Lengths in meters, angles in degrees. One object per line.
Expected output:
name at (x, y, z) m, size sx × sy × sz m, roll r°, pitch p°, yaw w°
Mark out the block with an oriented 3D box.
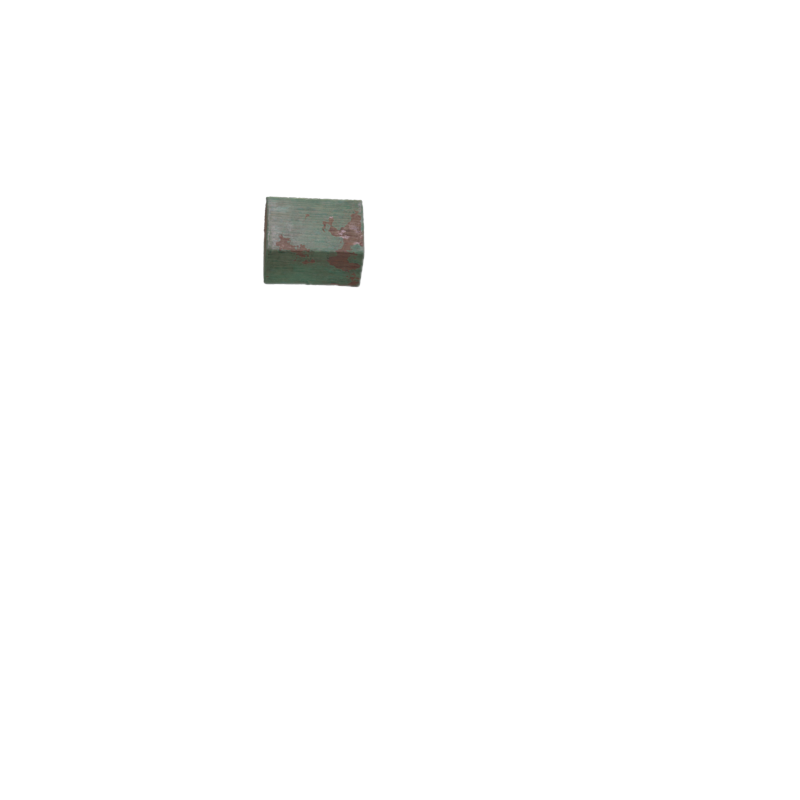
block at (-0.068, -0.124, 0.871) m, size 0.077 × 0.055 × 0.050 m, roll 2°, pitch -30°, yaw -5°
